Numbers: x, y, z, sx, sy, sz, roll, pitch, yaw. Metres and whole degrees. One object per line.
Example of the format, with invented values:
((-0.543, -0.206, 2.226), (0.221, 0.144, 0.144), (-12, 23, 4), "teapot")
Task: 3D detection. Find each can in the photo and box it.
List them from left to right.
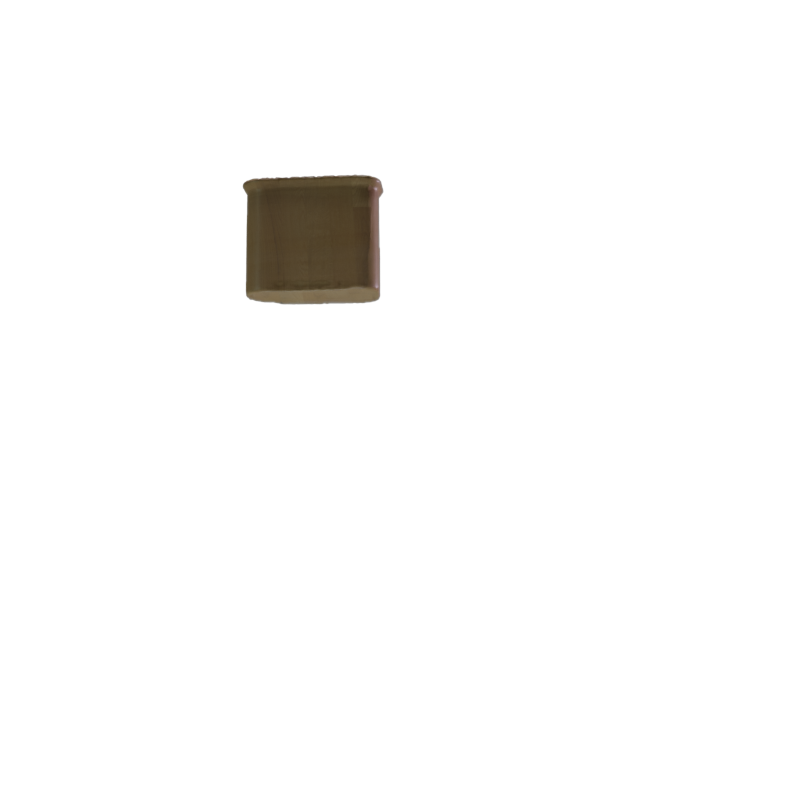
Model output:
((-0.063, -0.115, 0.808), (0.103, 0.086, 0.055), (-1, -11, 6), "can")
